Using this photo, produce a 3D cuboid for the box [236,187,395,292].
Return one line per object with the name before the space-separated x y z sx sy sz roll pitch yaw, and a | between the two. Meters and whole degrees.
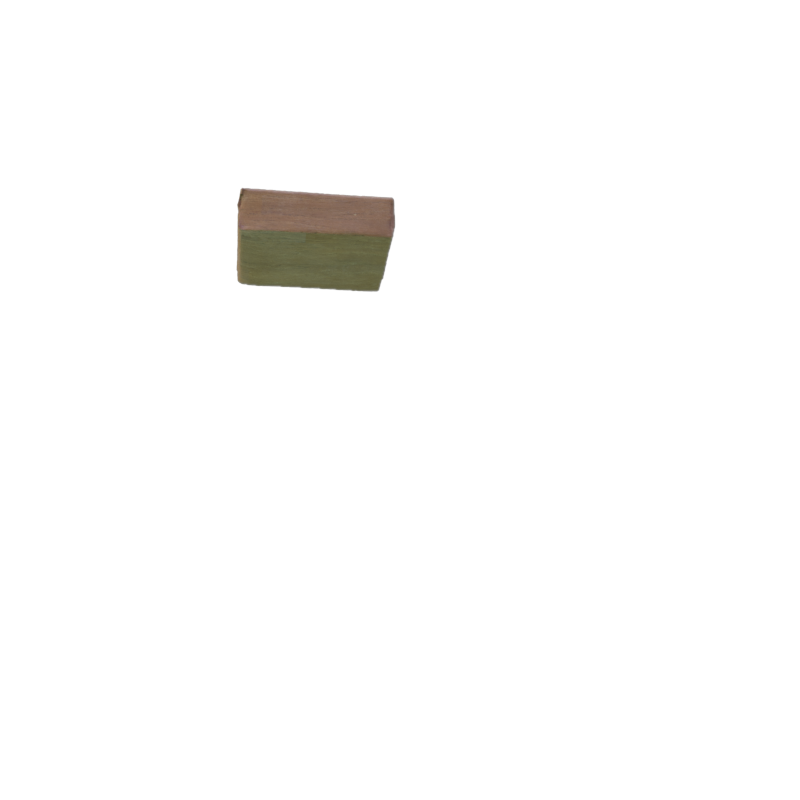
box | -0.064 -0.117 0.820 0.113 0.041 0.085 2 -24 -5
